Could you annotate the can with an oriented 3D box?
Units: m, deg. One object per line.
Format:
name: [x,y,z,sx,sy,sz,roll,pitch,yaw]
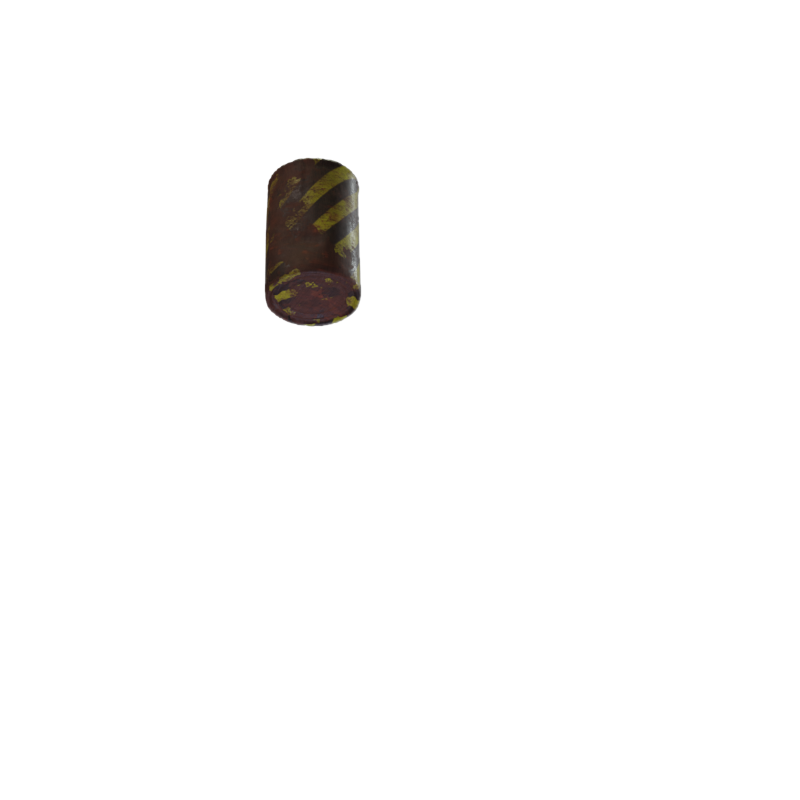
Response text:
can: [-0.062,-0.113,0.788,0.068,0.109,0.064,-1,-35,-2]
